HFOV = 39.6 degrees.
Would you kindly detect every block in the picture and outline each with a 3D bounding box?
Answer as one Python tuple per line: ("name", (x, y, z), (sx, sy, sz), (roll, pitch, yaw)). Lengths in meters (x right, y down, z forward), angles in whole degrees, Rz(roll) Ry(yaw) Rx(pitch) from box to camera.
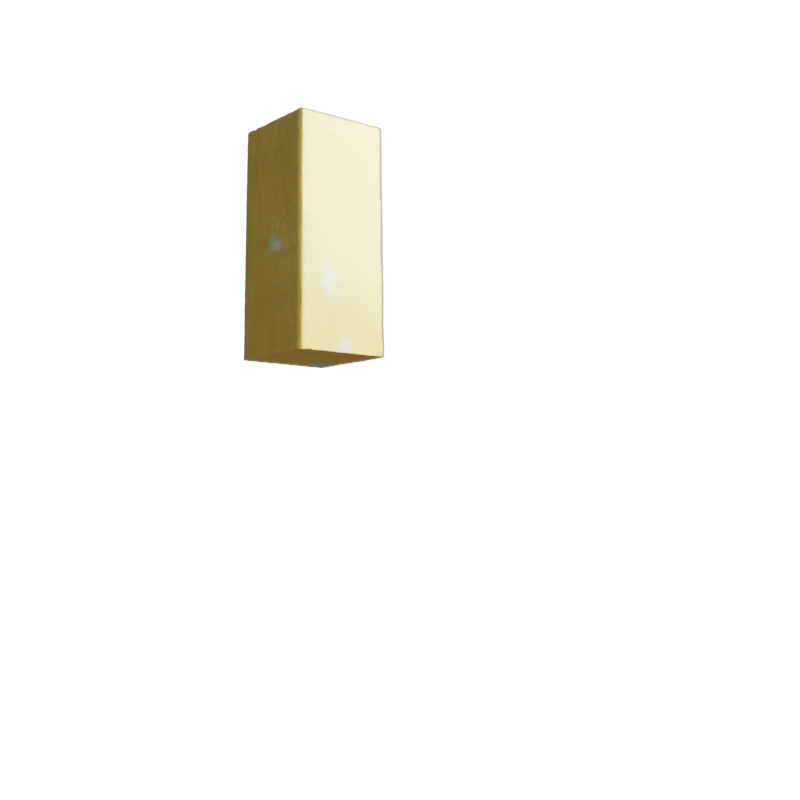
("block", (-0.076, -0.139, 0.971), (0.086, 0.213, 0.092), (9, -16, -38))
